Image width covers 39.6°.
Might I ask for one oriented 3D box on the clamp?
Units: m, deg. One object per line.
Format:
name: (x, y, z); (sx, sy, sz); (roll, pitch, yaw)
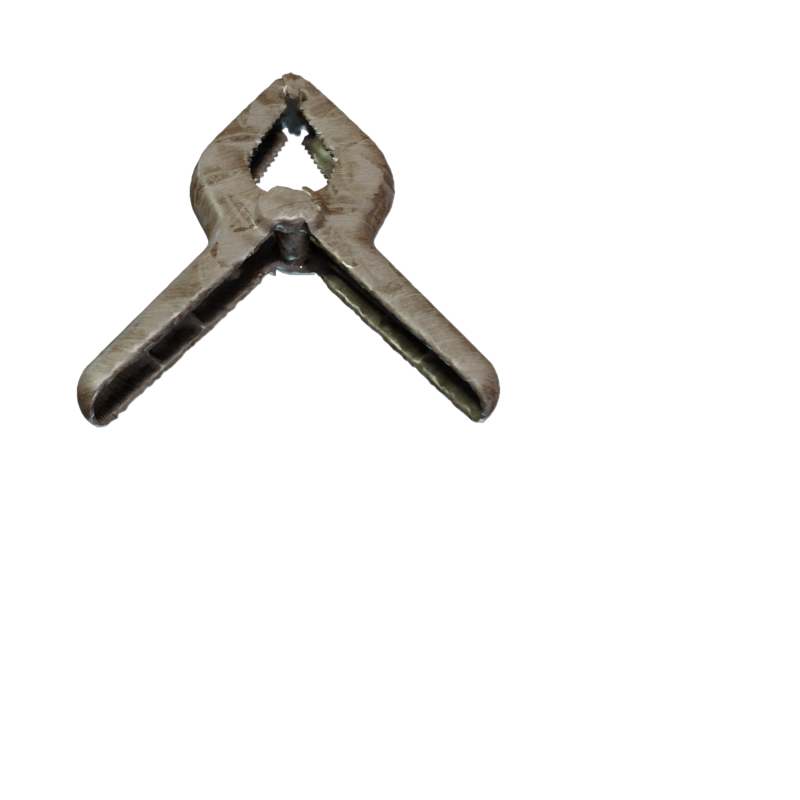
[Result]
clamp: (-0.039, -0.070, 0.493); (0.165, 0.224, 0.034); (4, -41, 3)
